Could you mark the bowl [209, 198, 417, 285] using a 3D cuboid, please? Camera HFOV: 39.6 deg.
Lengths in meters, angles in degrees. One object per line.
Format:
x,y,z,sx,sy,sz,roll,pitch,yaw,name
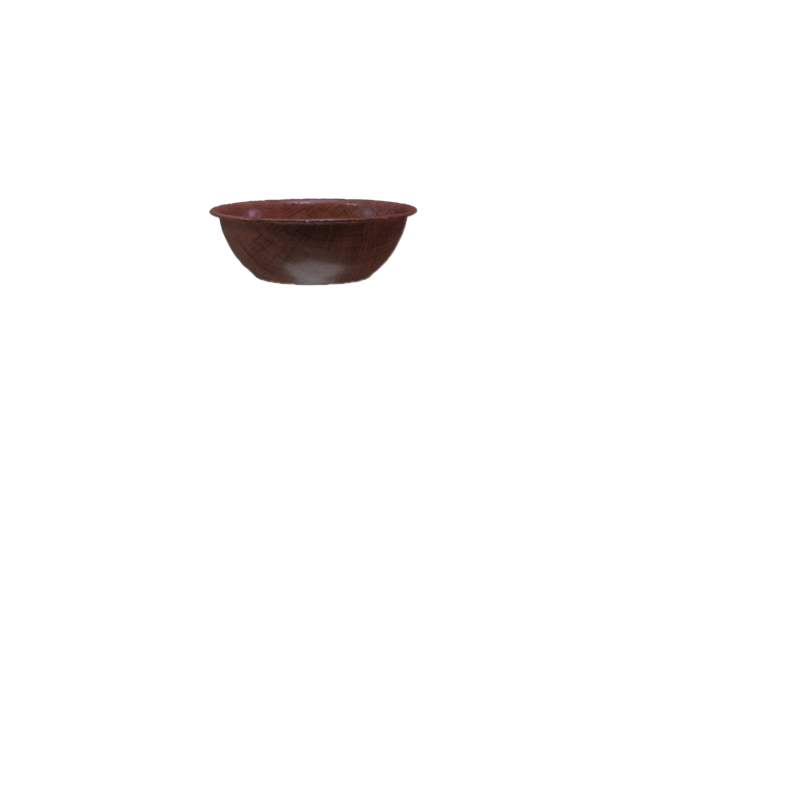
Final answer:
-0.068,-0.124,0.866,0.162,0.054,0.167,0,14,-2,bowl
